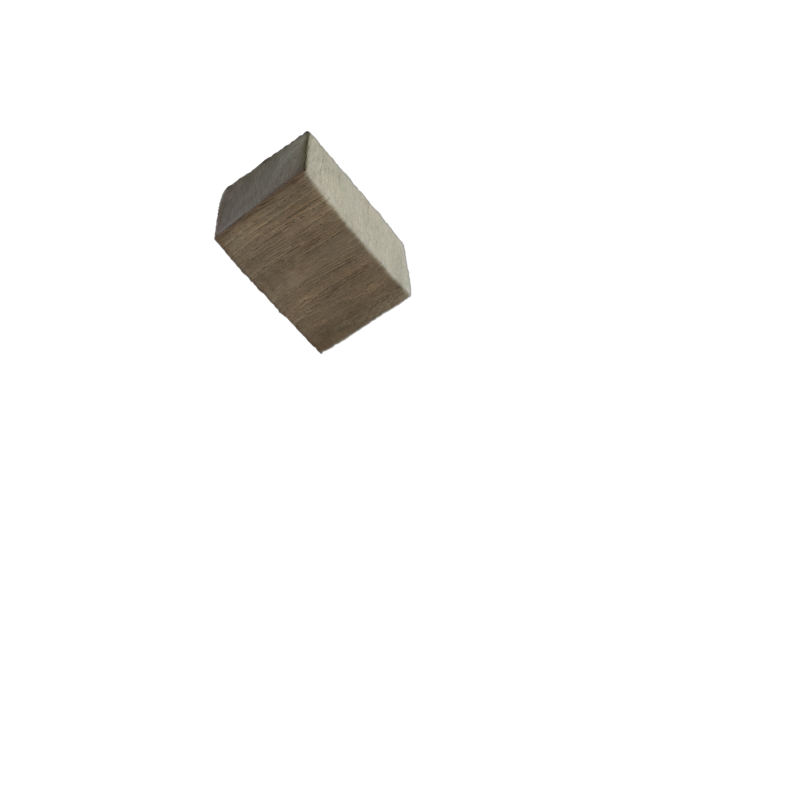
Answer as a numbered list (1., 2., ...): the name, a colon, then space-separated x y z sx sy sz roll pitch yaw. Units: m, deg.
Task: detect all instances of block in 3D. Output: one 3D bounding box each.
1. block: -0.039 -0.071 0.500 0.052 0.074 0.054 -33 26 17
